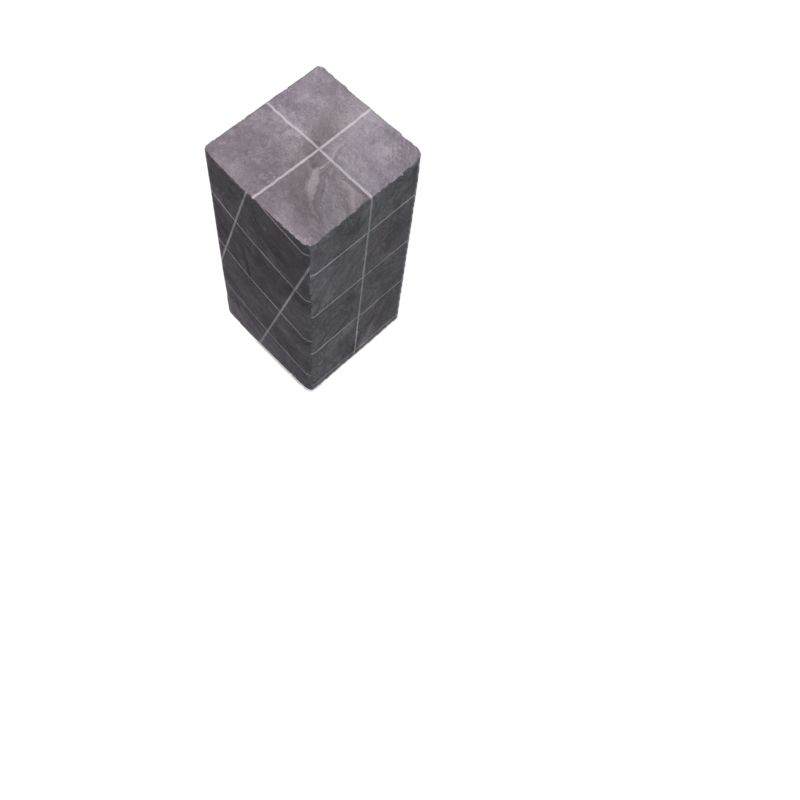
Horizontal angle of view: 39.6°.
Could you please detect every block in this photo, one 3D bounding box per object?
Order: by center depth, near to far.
[{"bbox_3d":[-0.055,-0.100,0.704,0.091,0.094,0.195,-40,-16,-19],"label":"block"}]
